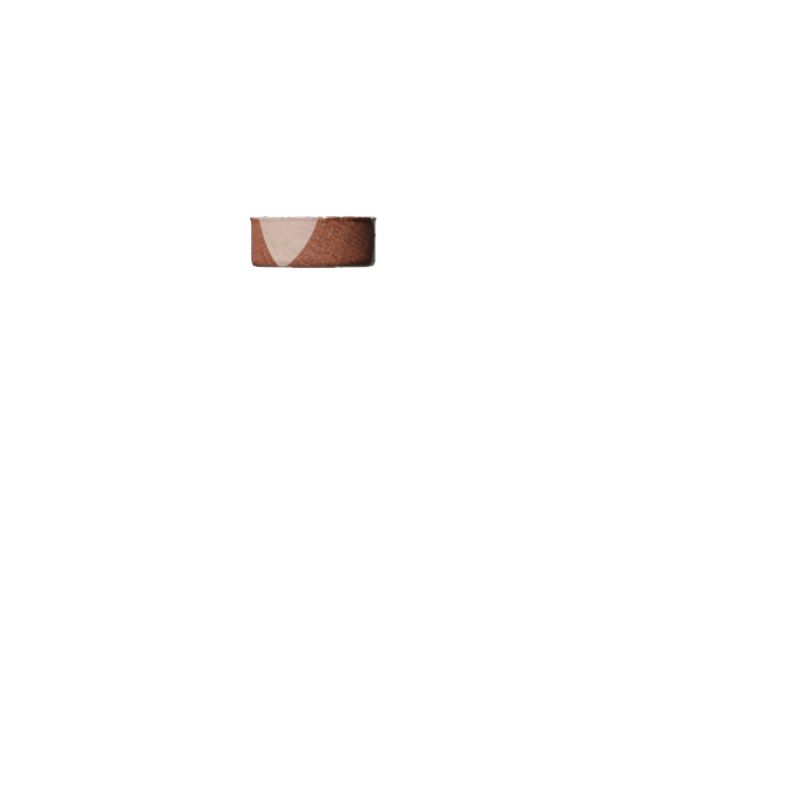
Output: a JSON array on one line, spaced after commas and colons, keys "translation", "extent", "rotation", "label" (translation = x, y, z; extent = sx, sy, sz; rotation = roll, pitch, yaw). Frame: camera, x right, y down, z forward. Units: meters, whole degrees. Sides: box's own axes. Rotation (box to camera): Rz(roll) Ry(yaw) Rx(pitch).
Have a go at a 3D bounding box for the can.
[{"translation": [-0.059, -0.107, 0.748], "extent": [0.086, 0.033, 0.087], "rotation": [0, 7, -2], "label": "can"}]
